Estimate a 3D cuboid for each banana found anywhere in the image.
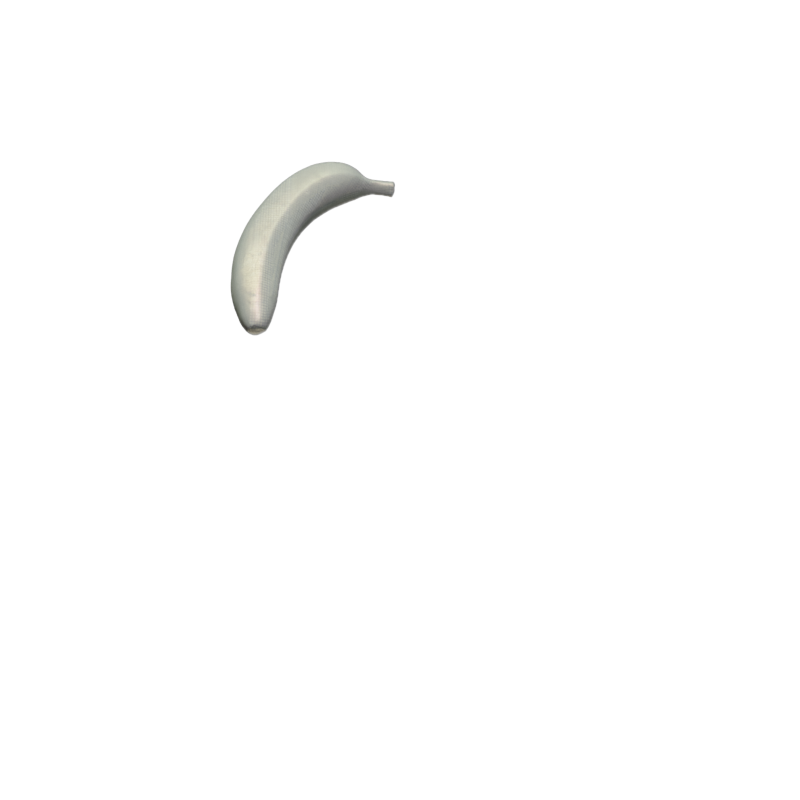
[{"bbox_3d":[-0.077,-0.125,0.814,0.072,0.034,0.203,21,49,19],"label":"banana"}]
